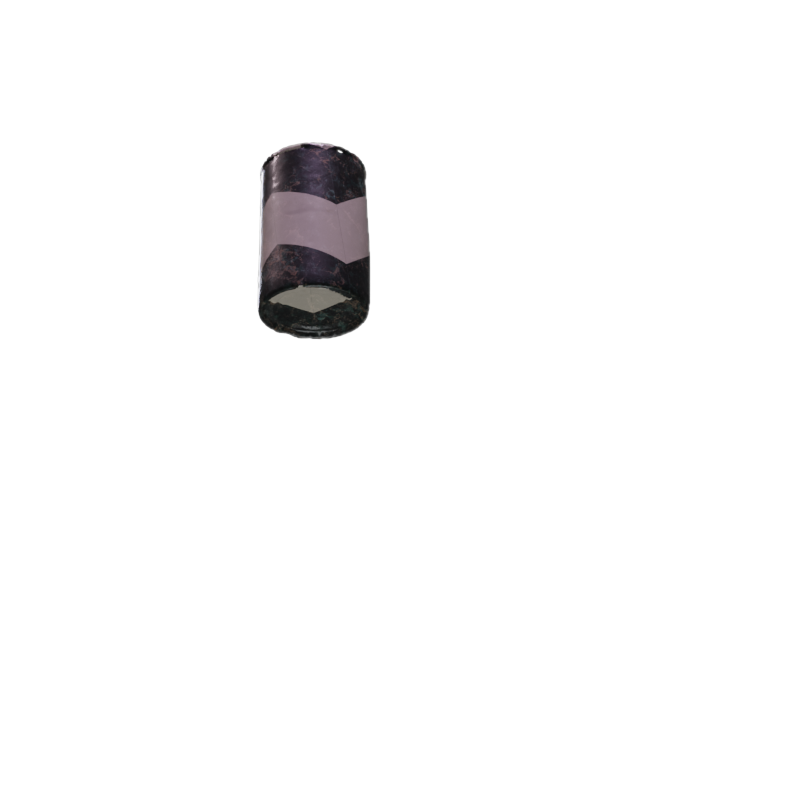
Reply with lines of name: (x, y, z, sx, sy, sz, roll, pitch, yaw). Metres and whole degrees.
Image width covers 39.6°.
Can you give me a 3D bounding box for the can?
can: (-0.053, -0.097, 0.679, 0.068, 0.109, 0.064, 0, -30, -2)
